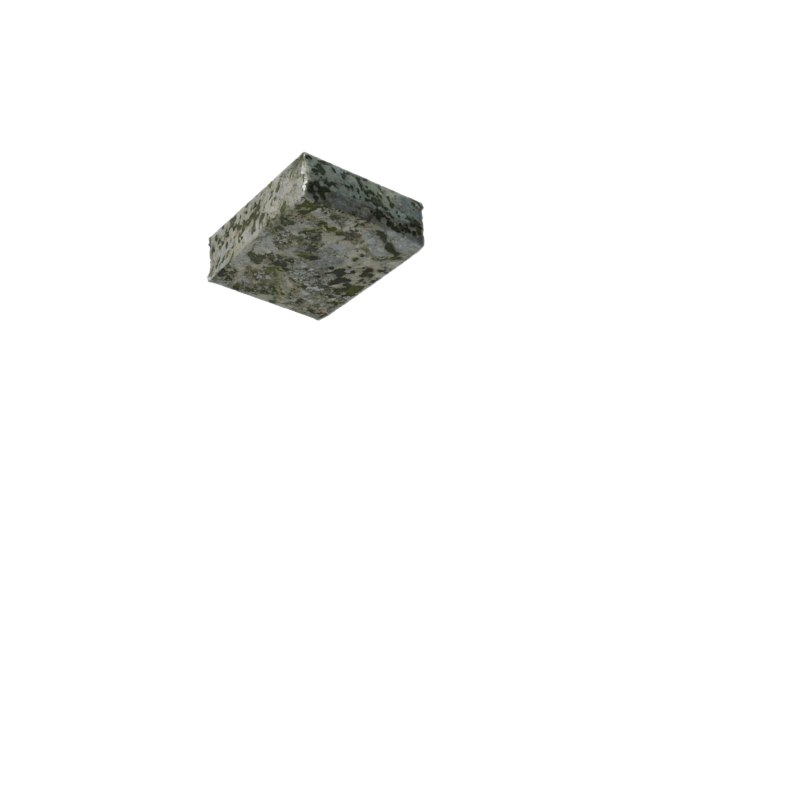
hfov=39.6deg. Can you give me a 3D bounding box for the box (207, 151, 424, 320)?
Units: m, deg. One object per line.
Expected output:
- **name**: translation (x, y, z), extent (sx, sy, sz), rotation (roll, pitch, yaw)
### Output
- **box**: translation (-0.054, -0.098, 0.686), extent (0.085, 0.041, 0.112), rotation (21, -37, -32)
